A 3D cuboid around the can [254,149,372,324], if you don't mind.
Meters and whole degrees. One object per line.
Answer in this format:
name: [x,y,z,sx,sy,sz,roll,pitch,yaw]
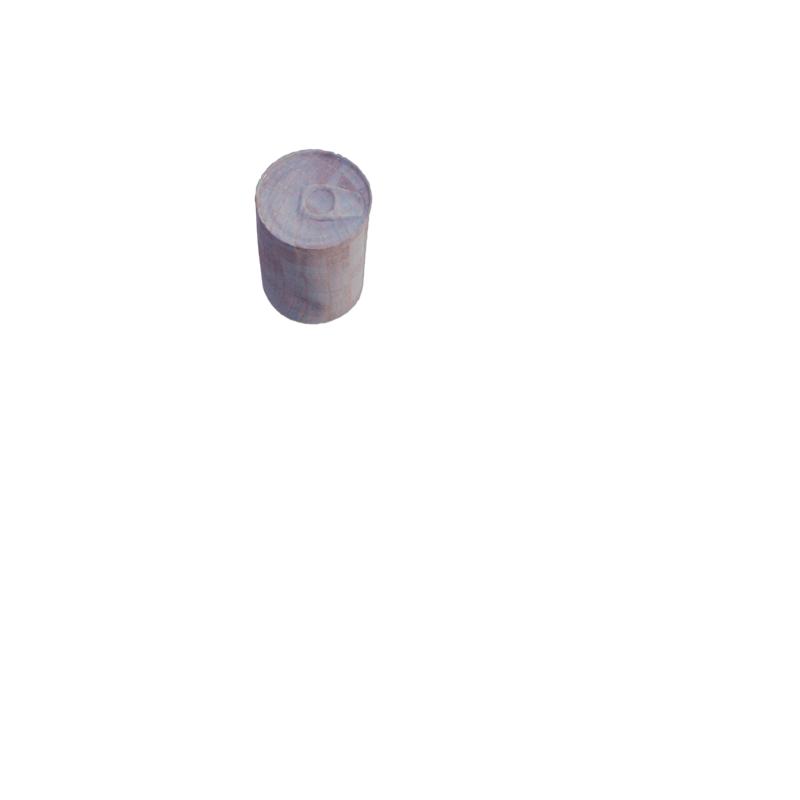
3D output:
can: [-0.053,-0.097,0.680,0.068,0.073,0.096,0,-26,-3]
